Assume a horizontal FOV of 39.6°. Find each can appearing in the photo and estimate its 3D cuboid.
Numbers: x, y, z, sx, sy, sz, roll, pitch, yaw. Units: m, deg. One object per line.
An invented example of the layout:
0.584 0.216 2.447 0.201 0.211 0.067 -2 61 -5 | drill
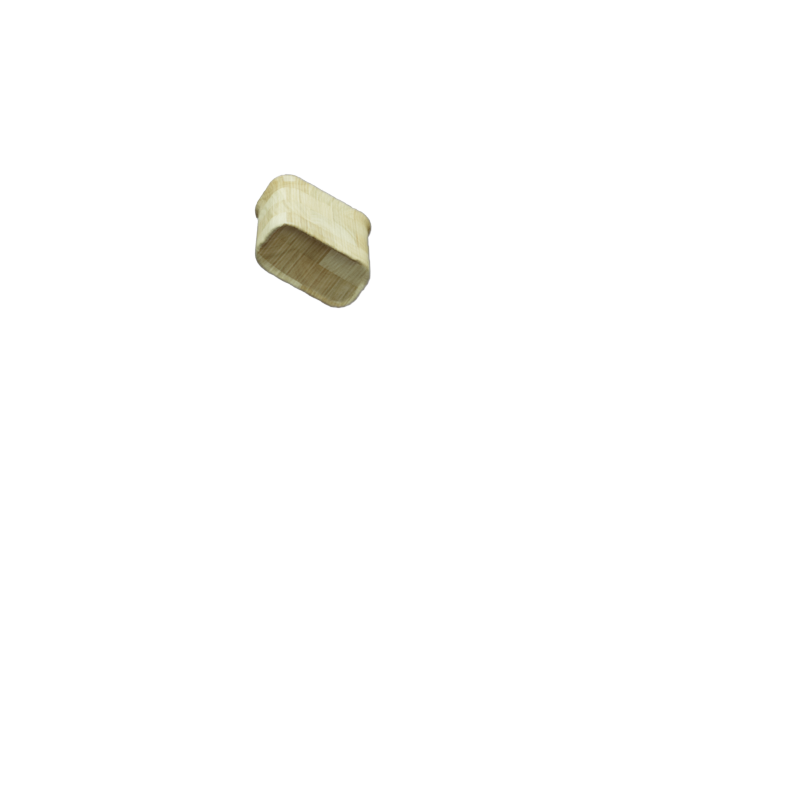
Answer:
-0.074 -0.134 0.940 0.098 0.056 0.089 27 28 -18 | can
